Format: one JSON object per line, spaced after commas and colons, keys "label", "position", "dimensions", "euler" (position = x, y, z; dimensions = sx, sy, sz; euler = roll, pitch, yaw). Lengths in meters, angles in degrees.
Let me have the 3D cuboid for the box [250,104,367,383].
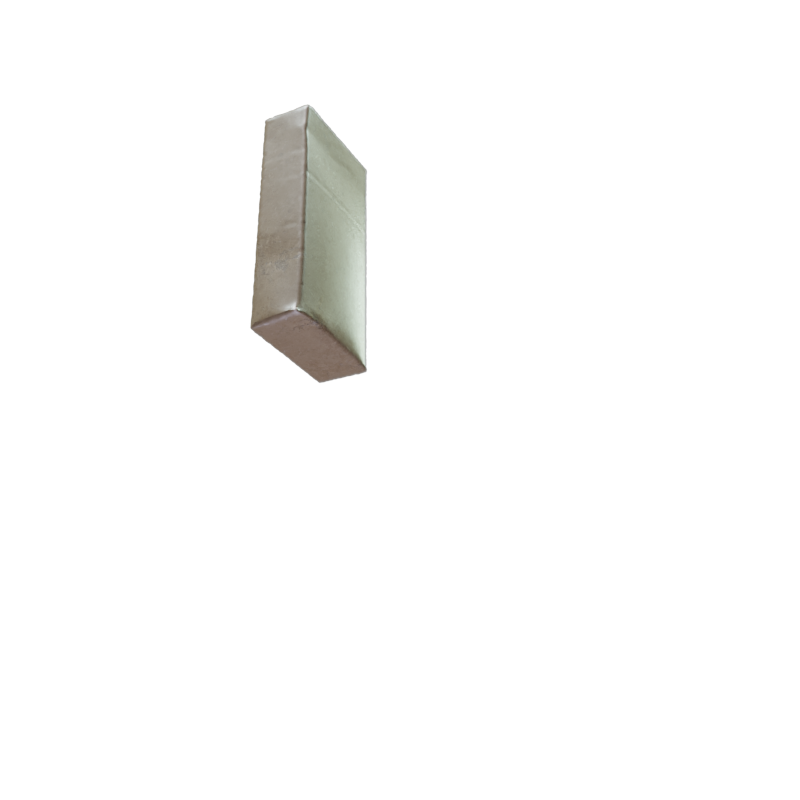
{"label": "box", "position": [-0.062, -0.112, 0.788], "dimensions": [0.048, 0.188, 0.086], "euler": [-18, -36, 23]}
